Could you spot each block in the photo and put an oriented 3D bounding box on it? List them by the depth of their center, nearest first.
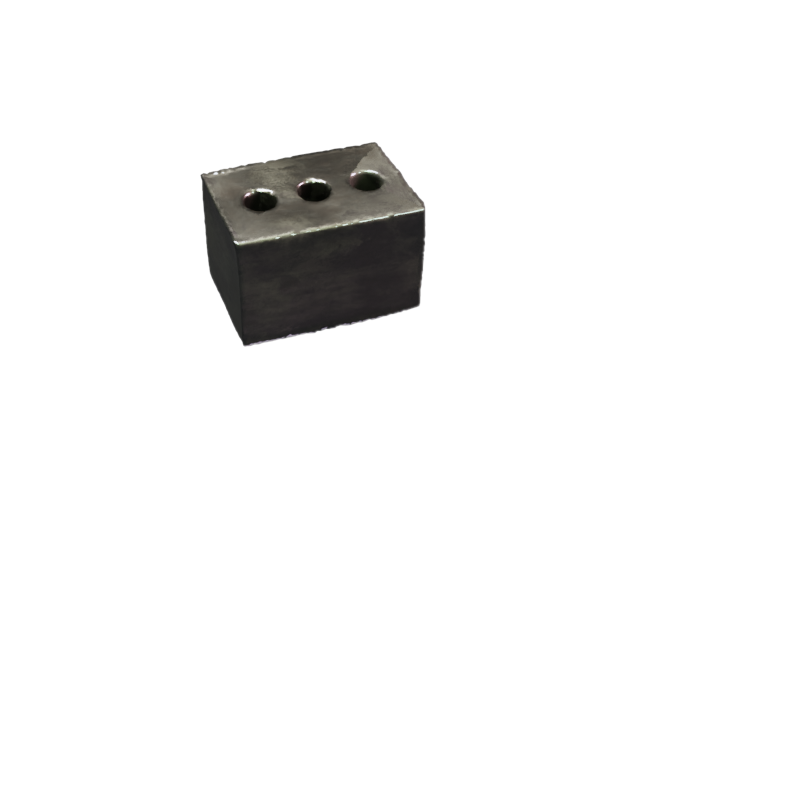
[{"bbox_3d":[-0.035,-0.063,0.445,0.077,0.048,0.057,-14,42,-17],"label":"block"}]
